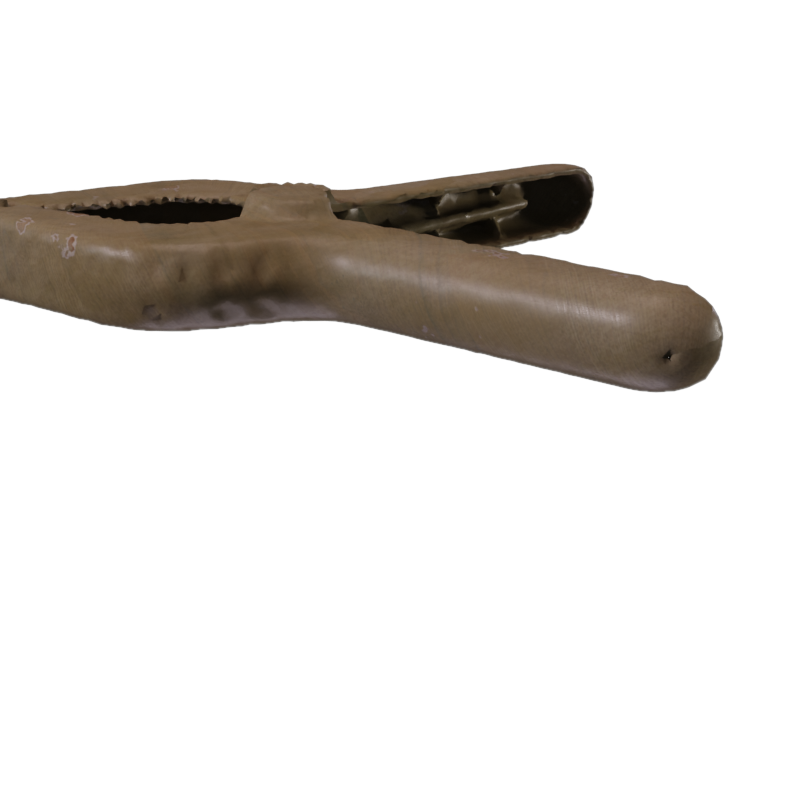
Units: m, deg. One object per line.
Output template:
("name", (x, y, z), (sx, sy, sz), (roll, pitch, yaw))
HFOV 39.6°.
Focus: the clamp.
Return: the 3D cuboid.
("clamp", (-0.026, -0.048, 0.334), (0.213, 0.035, 0.169), (3, 21, 8))
